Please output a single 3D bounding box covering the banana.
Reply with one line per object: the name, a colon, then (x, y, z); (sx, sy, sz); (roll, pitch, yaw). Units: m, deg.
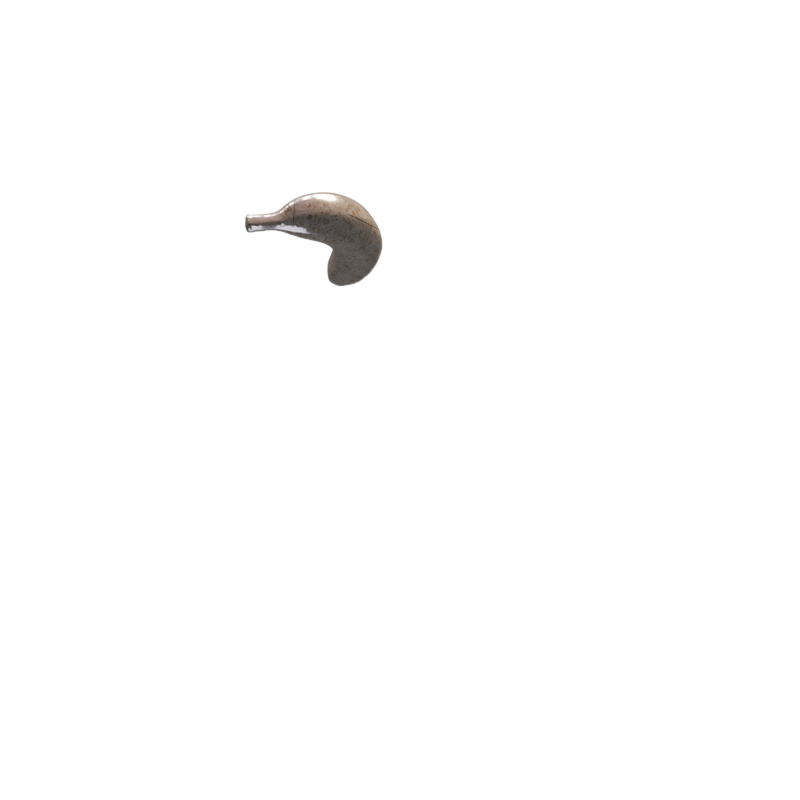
banana: (-0.048, -0.119, 0.818); (0.071, 0.038, 0.188); (-3, -9, 16)
